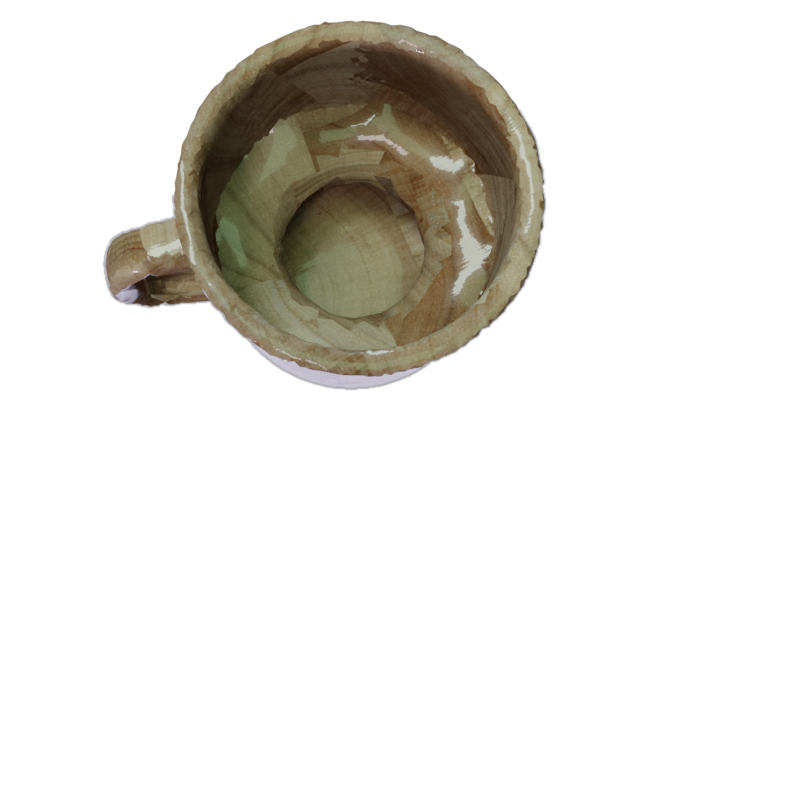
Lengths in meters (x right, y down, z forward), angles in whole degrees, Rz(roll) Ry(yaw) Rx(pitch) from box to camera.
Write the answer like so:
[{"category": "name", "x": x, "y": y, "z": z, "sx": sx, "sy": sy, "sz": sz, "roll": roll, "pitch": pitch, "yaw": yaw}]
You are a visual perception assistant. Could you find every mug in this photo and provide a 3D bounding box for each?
[{"category": "mug", "x": -0.025, "y": -0.045, "z": 0.314, "sx": 0.117, "sy": 0.096, "sz": 0.079, "roll": -15, "pitch": -10, "yaw": -4}]
